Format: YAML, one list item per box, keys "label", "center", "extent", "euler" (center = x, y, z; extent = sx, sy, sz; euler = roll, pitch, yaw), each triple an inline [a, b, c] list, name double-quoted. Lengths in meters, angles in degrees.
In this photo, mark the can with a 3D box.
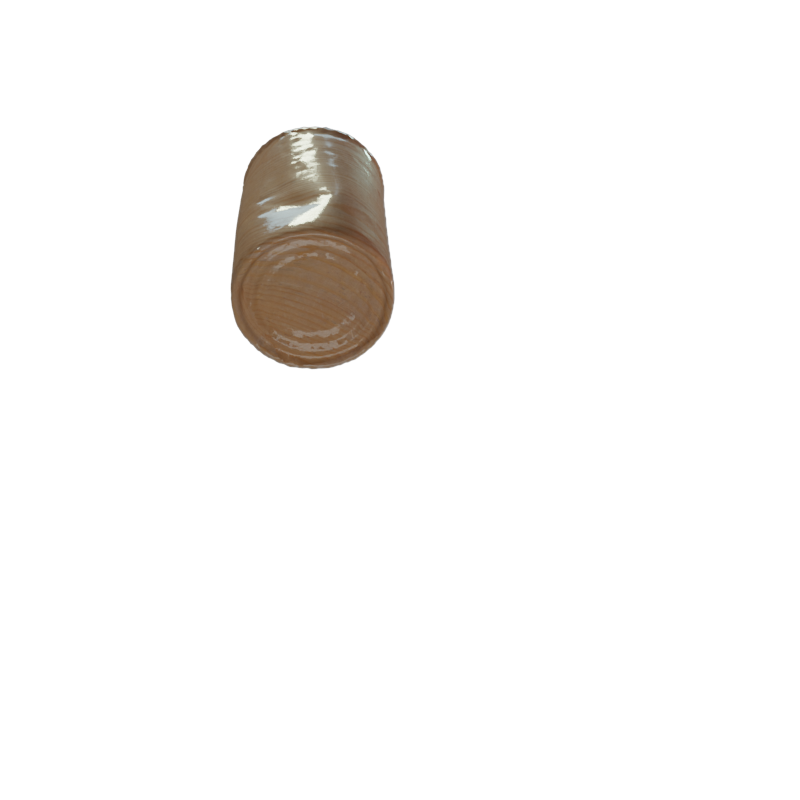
- label: "can"
  center: [-0.038, -0.069, 0.486]
  extent: [0.068, 0.064, 0.109]
  euler: [-1, 33, -3]
